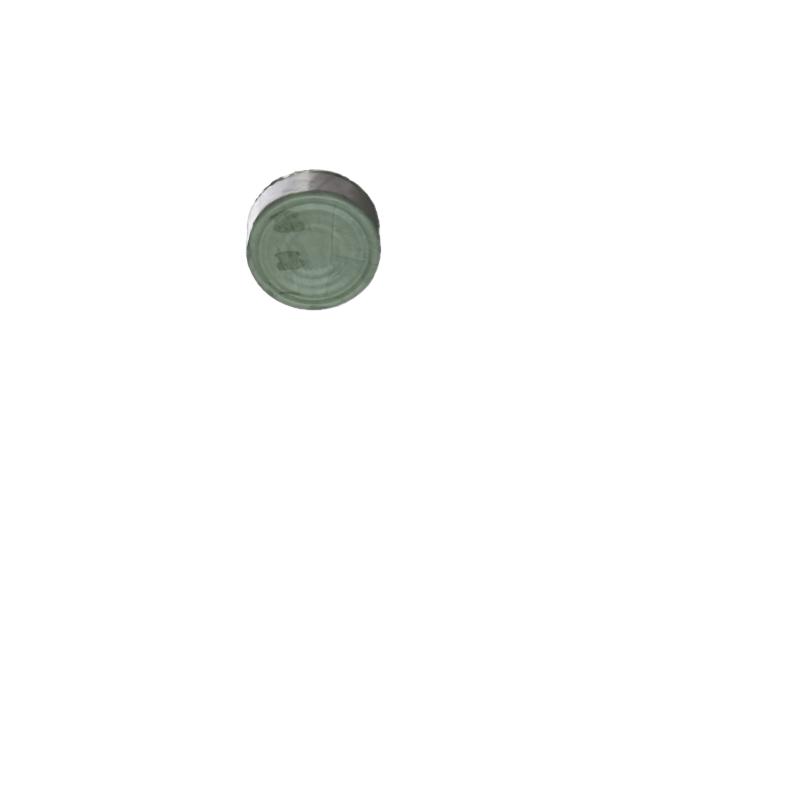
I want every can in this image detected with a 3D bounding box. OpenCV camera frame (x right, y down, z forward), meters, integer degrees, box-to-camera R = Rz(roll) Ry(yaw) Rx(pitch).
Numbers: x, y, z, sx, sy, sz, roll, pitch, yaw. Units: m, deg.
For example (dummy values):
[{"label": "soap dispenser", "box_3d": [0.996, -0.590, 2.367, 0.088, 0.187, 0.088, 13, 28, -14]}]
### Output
[{"label": "can", "box_3d": [-0.055, -0.100, 0.700, 0.086, 0.081, 0.036, 1, 30, -1]}]
